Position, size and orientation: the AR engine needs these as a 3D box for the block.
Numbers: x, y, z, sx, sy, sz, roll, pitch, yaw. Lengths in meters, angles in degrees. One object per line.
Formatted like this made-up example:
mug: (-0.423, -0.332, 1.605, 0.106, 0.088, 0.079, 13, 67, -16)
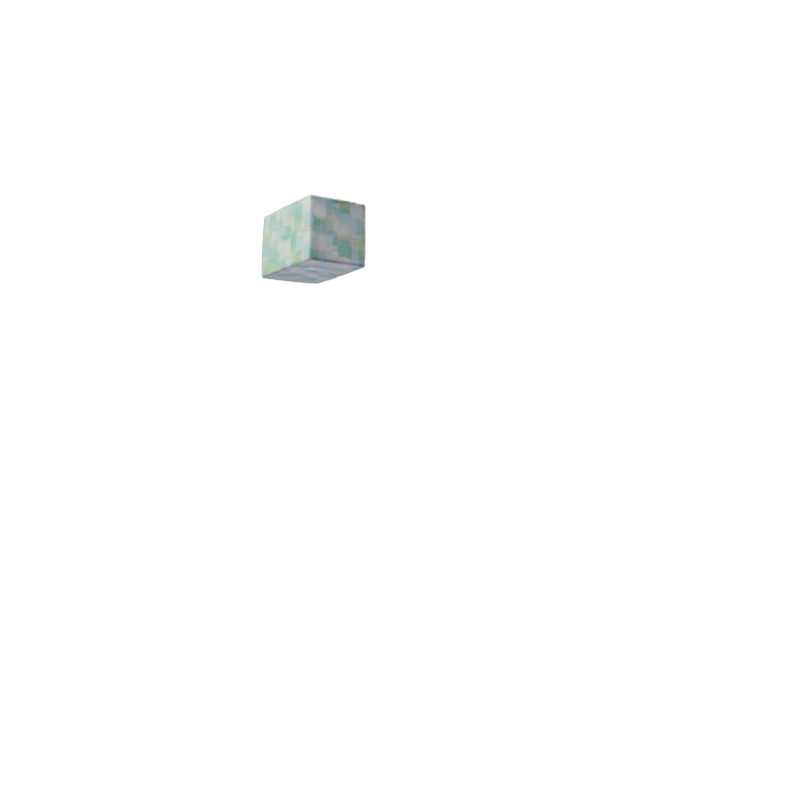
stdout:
block: (-0.069, -0.125, 0.879, 0.050, 0.053, 0.079, 6, -11, -34)
